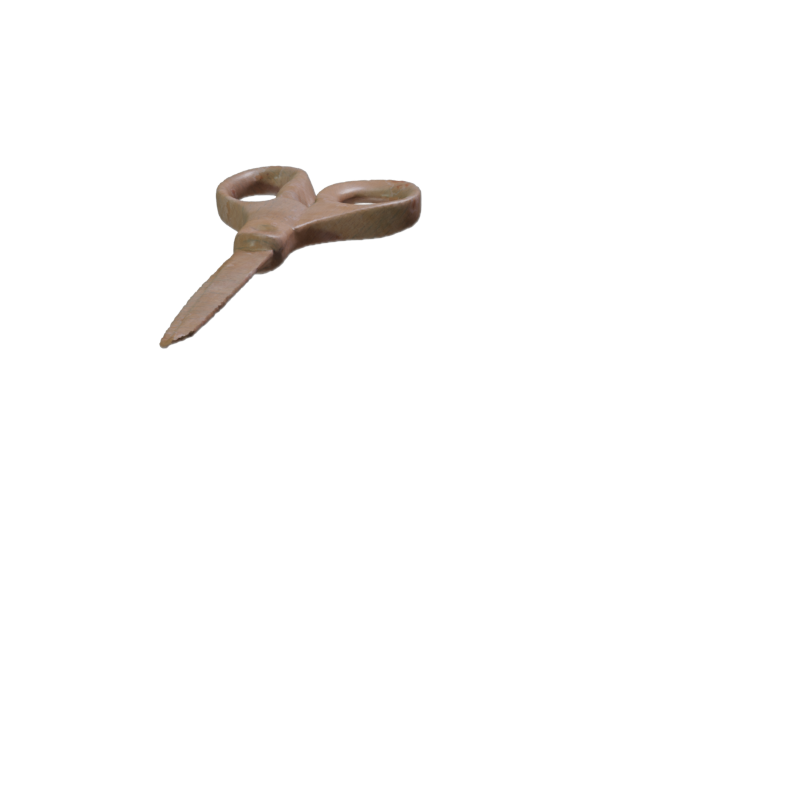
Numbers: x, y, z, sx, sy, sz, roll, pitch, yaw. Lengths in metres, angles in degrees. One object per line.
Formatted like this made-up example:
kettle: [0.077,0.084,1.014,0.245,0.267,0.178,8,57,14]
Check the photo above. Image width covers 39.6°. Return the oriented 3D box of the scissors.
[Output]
scissors: [-0.032,-0.059,0.413,0.096,0.015,0.212,-2,24,-5]
